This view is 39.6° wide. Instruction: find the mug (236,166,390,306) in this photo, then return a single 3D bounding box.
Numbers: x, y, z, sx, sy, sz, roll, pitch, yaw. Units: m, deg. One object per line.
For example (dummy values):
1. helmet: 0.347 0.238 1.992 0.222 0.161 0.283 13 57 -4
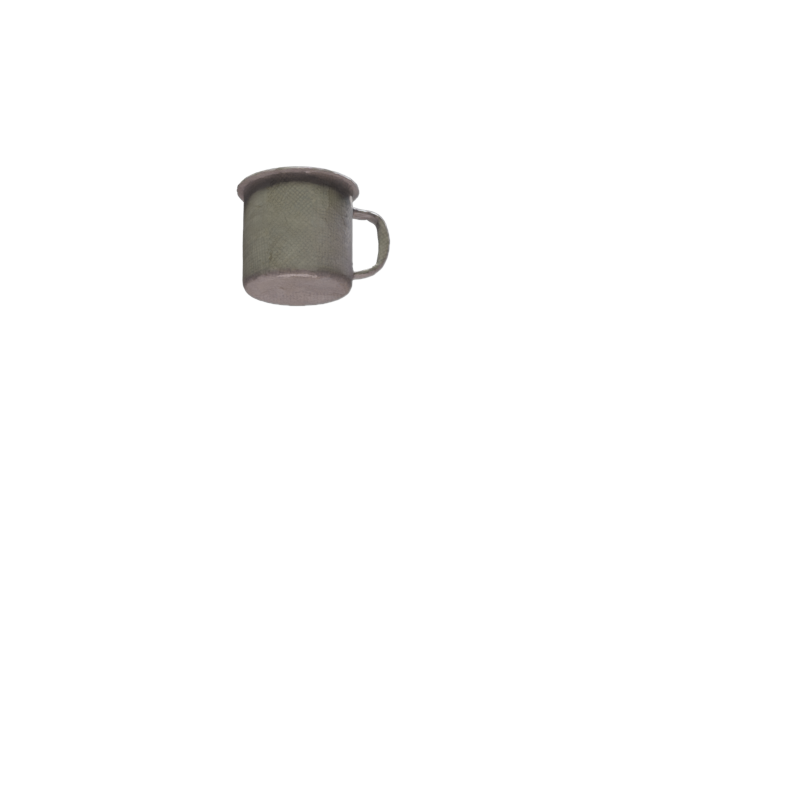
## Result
1. mug: -0.065 -0.118 0.830 0.115 0.085 0.091 4 -16 -15
